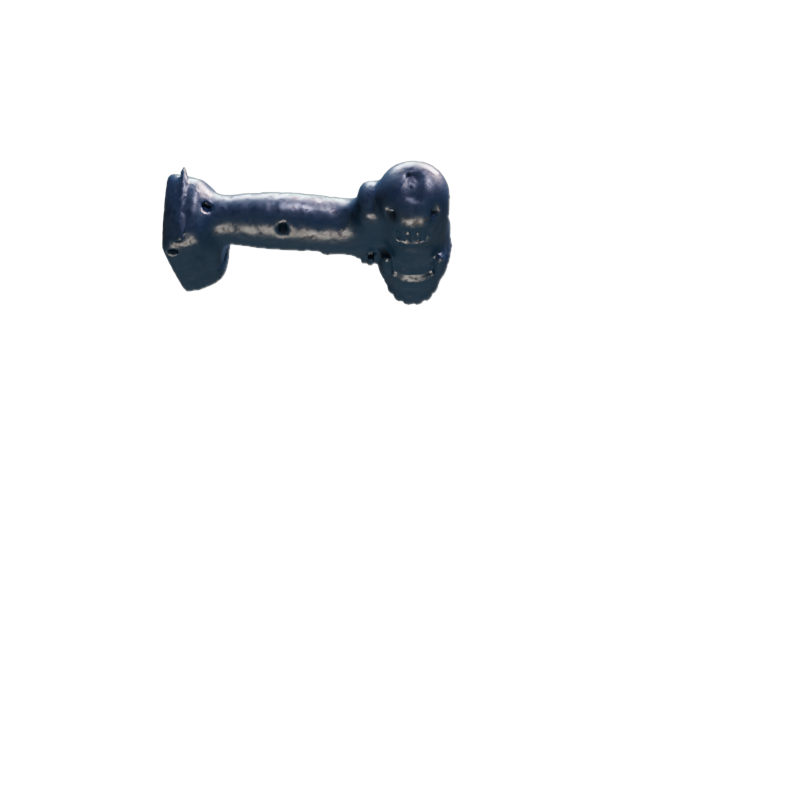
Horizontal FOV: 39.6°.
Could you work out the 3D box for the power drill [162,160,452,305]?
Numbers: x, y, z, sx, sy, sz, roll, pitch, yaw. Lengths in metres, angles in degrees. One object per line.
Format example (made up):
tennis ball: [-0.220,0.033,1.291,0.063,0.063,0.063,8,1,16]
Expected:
power drill: [-0.059,-0.107,0.753,0.188,0.060,0.176,-1,-16,2]
